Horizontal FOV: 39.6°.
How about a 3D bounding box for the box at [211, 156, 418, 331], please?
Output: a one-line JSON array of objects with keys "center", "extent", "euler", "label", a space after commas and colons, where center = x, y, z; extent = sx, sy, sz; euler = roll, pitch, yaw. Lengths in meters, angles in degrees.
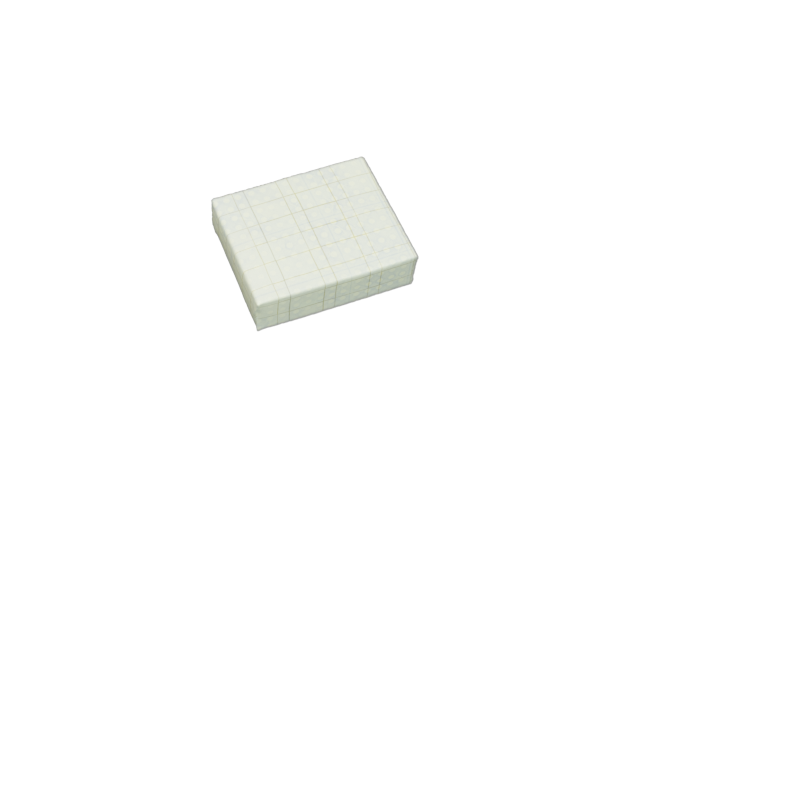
[{"center": [-0.057, -0.104, 0.729], "extent": [0.113, 0.097, 0.036], "euler": [-20, -31, -13], "label": "box"}]
